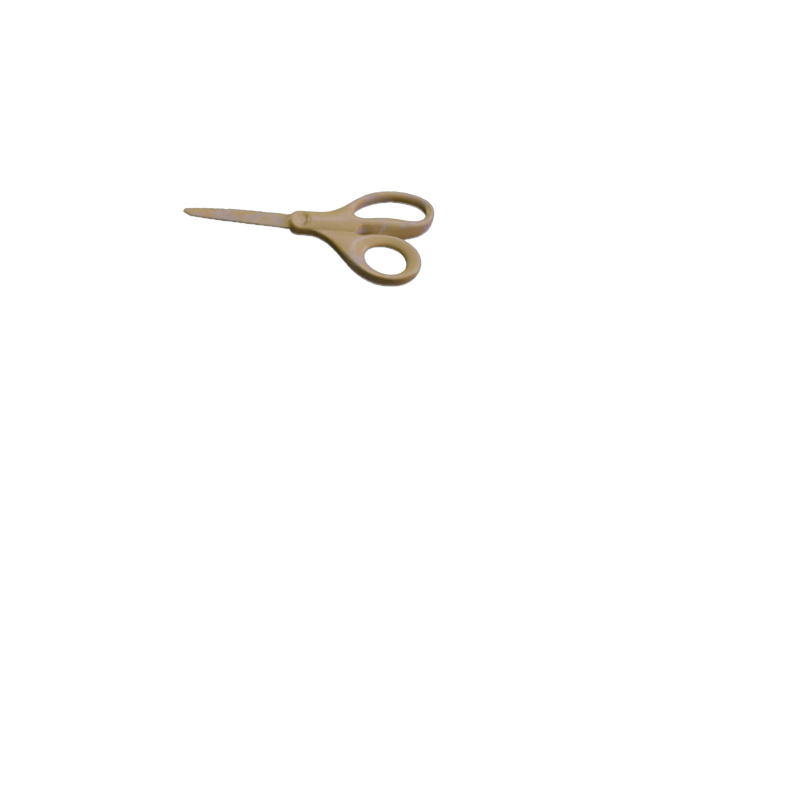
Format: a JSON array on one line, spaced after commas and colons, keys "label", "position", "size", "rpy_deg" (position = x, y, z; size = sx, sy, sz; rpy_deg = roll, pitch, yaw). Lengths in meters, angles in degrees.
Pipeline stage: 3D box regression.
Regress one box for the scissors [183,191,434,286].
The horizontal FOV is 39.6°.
[{"label": "scissors", "position": [-0.069, -0.127, 0.887], "size": [0.200, 0.103, 0.015], "rpy_deg": [-8, -33, -5]}]
